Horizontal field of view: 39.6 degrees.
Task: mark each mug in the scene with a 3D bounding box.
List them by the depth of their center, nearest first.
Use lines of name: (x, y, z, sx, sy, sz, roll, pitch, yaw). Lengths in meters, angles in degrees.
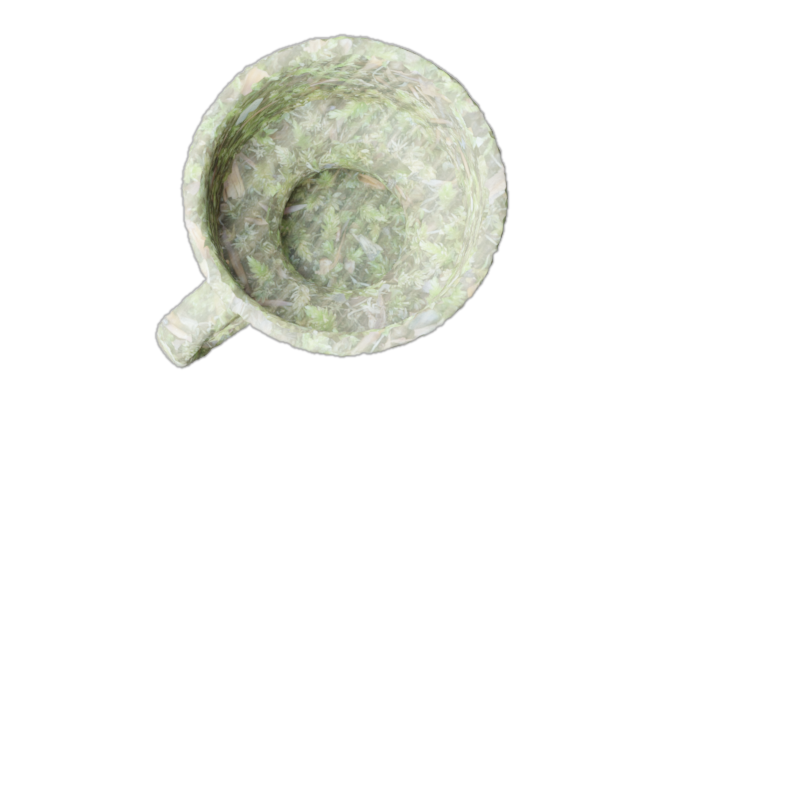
mug: (-0.028, -0.050, 0.353, 0.117, 0.095, 0.080, -42, -3, -5)
